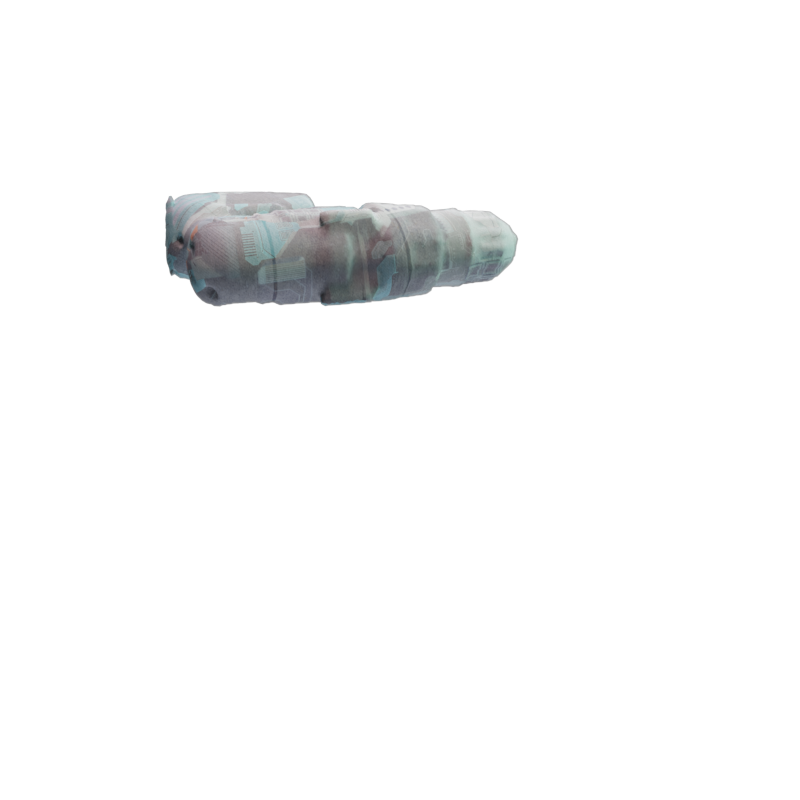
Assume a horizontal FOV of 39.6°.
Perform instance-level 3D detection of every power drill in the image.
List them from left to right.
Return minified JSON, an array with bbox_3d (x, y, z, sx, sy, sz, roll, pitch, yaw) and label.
[{"bbox_3d":[-0.051,-0.093,0.649,0.180,0.056,0.196,-4,11,-23],"label":"power drill"}]
